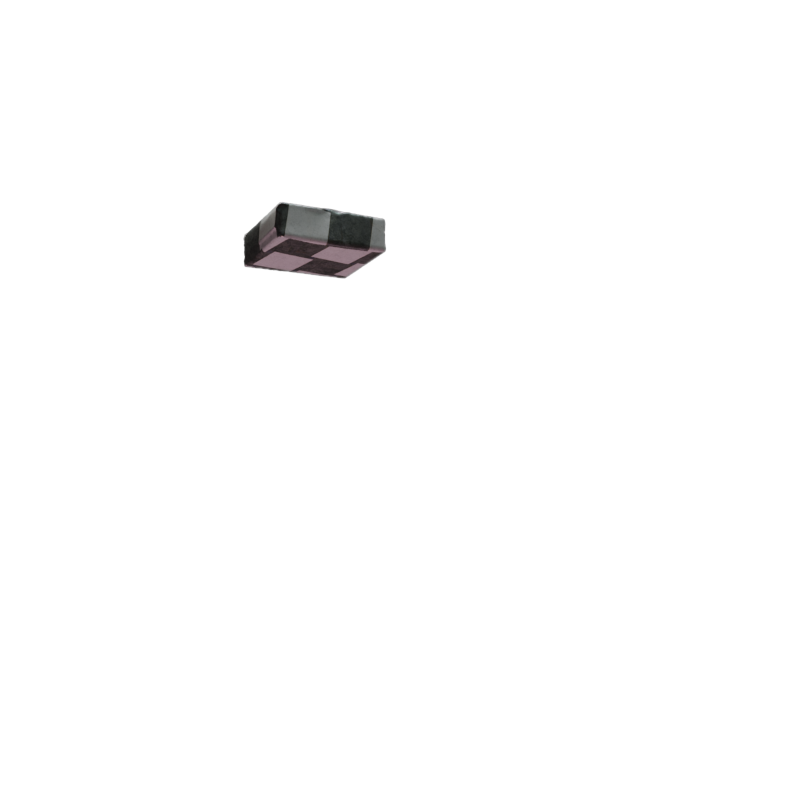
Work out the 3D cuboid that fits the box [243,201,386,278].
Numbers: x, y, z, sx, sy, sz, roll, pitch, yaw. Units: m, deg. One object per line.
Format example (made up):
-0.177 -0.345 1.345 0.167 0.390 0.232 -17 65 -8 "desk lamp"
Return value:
-0.066 -0.120 0.842 0.086 0.031 0.073 6 -15 -24 "box"
